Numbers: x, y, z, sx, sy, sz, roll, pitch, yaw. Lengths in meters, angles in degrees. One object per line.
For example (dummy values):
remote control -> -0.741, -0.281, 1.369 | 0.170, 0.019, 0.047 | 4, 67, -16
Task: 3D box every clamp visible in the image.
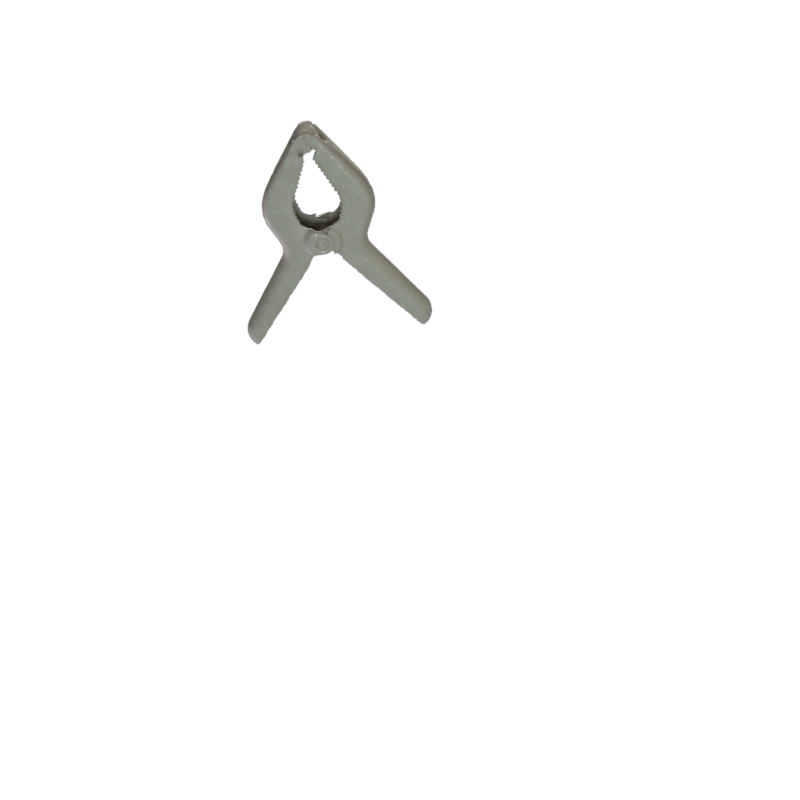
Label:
clamp -> -0.074, -0.135, 0.947 | 0.165, 0.196, 0.039 | -13, 32, 8
